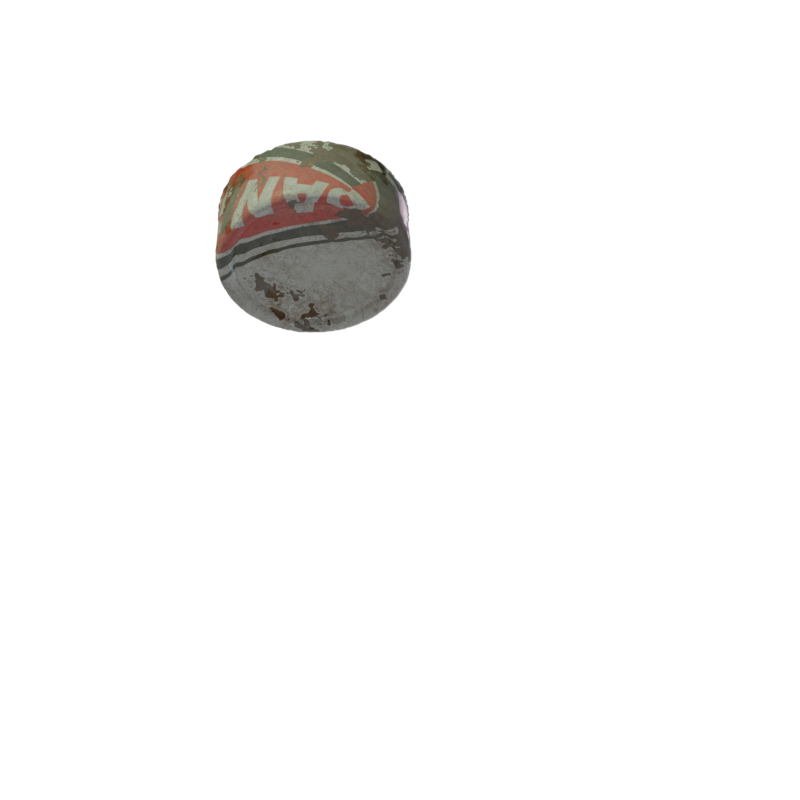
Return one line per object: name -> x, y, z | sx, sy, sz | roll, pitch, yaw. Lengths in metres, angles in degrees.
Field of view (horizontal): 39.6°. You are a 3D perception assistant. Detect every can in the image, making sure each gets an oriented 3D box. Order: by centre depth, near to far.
can -> -0.038, -0.069, 0.486 | 0.086, 0.036, 0.080 | 1, -44, -1
